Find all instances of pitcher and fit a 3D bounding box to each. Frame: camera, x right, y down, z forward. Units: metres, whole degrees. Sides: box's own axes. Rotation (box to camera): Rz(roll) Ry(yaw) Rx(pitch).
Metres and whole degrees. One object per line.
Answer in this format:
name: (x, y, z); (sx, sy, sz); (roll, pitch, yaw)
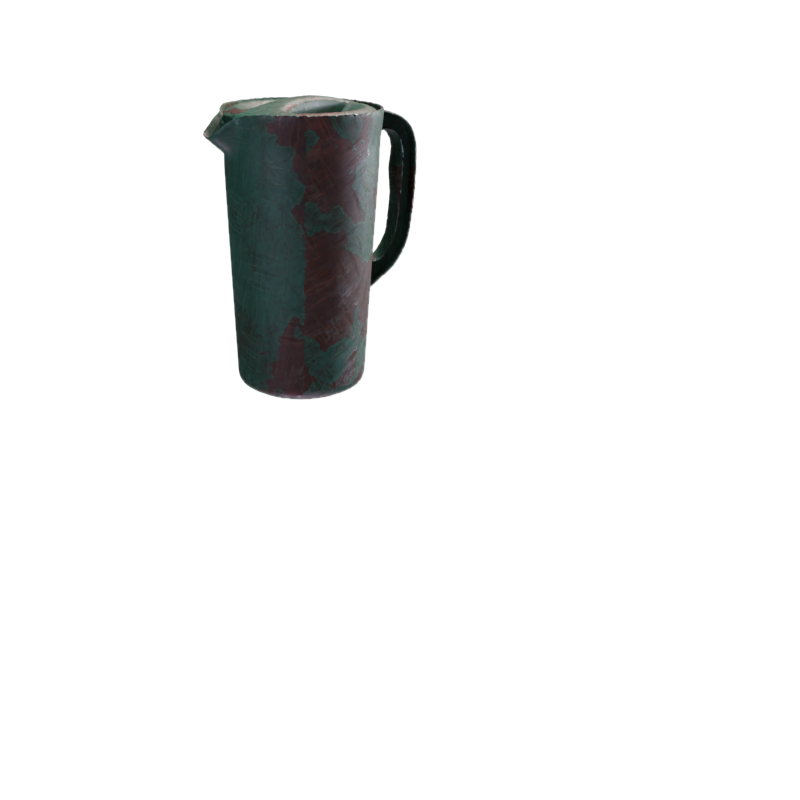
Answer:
pitcher: (-0.073, -0.132, 0.927); (0.152, 0.234, 0.147); (5, 17, 14)
